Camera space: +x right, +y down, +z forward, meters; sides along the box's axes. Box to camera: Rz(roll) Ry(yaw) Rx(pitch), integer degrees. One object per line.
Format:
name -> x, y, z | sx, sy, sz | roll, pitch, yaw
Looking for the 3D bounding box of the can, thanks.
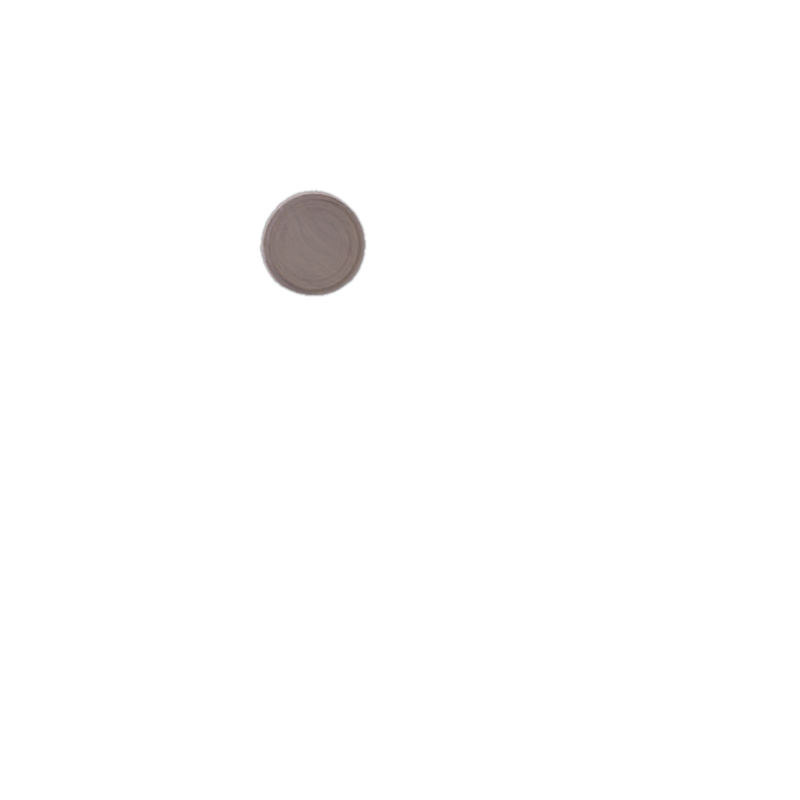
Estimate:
can -> -0.059, -0.108, 0.756 | 0.068, 0.068, 0.104 | 0, 8, -3
